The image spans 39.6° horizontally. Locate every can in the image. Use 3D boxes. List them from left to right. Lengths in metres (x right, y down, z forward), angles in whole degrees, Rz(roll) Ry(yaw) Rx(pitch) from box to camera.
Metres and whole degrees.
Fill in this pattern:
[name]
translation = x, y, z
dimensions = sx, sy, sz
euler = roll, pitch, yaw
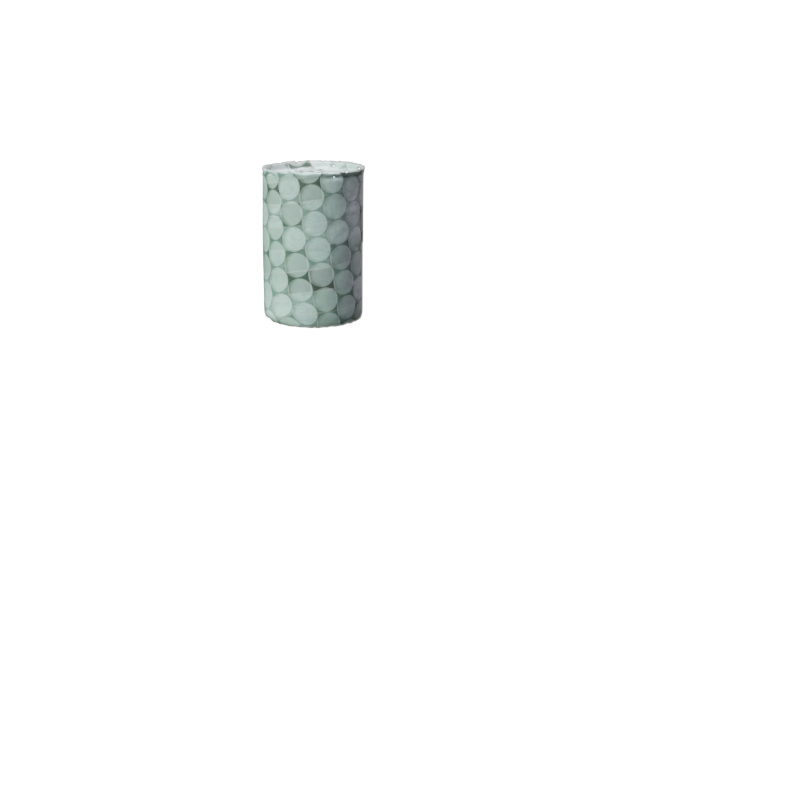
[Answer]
[can]
translation = -0.058, -0.106, 0.740
dimensions = 0.068, 0.099, 0.071
euler = 0, 13, -2
